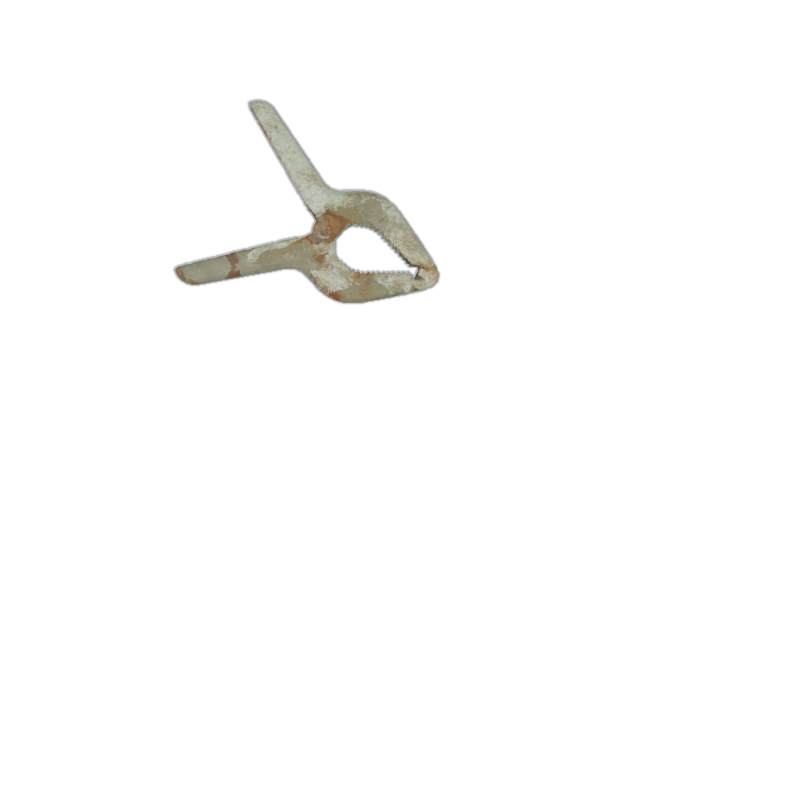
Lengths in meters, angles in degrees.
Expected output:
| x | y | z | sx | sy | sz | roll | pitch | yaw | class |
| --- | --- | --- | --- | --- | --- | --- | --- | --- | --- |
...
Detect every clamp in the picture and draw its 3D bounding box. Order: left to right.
| x | y | z | sx | sy | sz | roll | pitch | yaw | class |
| --- | --- | --- | --- | --- | --- | --- | --- | --- | --- |
| -0.072 | -0.131 | 0.916 | 0.211 | 0.166 | 0.036 | 30 | -5 | 3 | clamp |
